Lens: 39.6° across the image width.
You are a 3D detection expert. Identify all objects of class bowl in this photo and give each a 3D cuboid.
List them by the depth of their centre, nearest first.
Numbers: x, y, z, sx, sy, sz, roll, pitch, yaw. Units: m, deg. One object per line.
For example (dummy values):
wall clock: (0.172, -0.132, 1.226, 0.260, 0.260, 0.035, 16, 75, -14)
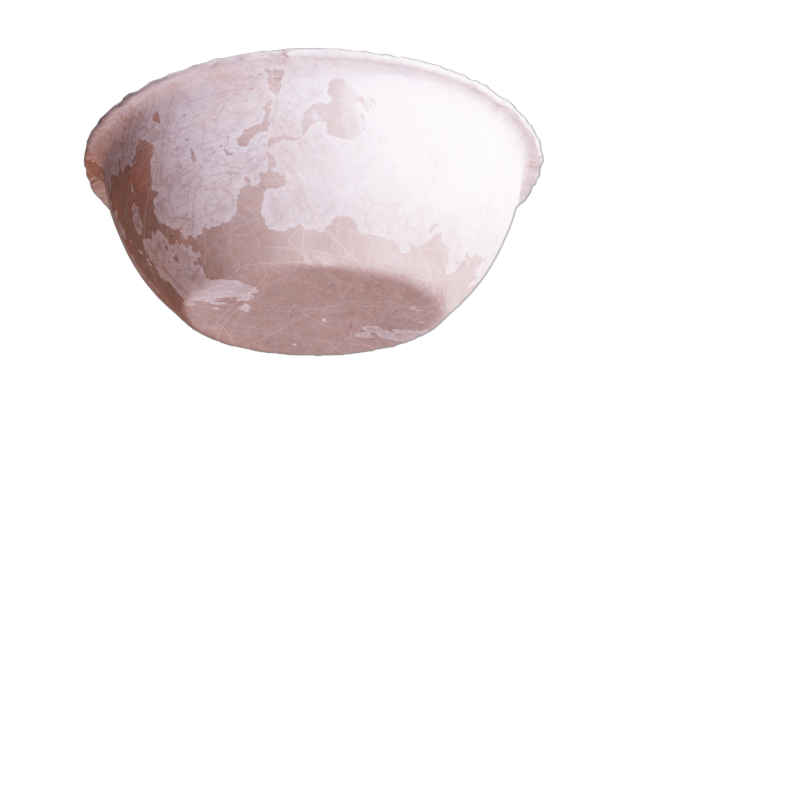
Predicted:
bowl: (-0.030, -0.055, 0.386, 0.162, 0.058, 0.155, 0, -17, -2)
